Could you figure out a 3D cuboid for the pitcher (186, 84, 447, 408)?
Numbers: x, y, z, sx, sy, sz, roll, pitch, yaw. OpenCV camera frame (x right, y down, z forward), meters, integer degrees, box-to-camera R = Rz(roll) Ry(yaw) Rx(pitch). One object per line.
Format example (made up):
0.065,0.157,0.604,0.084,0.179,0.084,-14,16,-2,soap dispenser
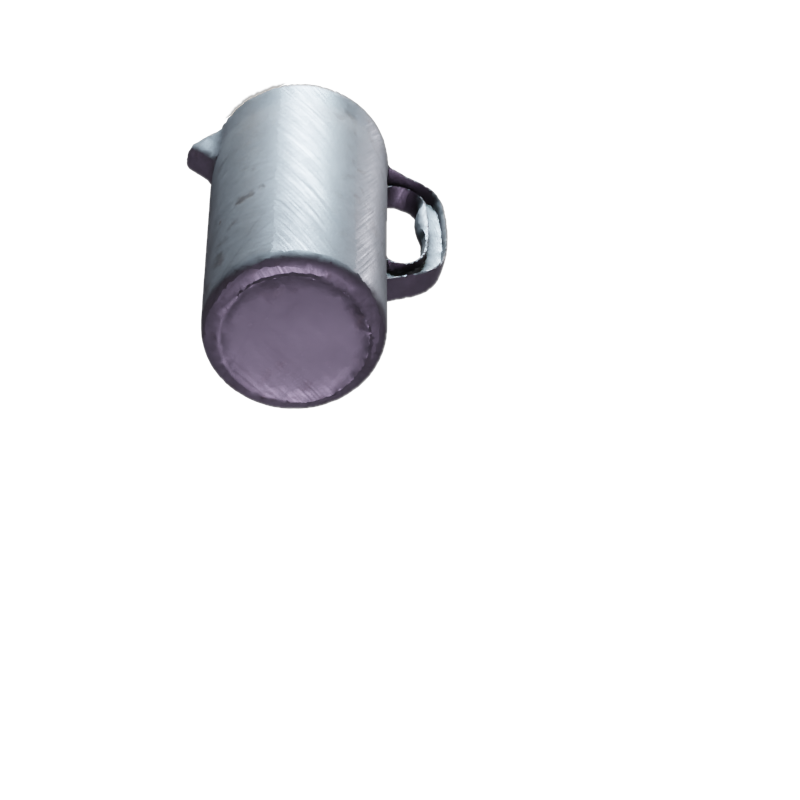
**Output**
-0.058,-0.105,0.737,0.149,0.136,0.259,-27,31,14,pitcher
